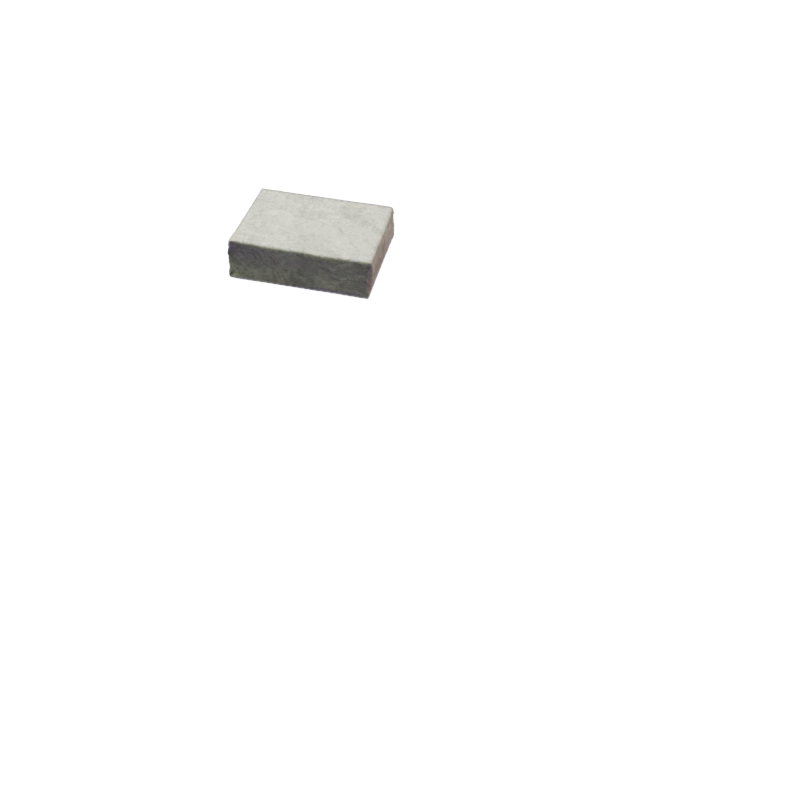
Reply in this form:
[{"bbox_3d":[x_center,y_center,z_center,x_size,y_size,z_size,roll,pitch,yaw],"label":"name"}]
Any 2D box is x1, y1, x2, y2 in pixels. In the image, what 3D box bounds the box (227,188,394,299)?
[{"bbox_3d":[-0.068,-0.123,0.863,0.115,0.036,0.094,7,35,10],"label":"box"}]
